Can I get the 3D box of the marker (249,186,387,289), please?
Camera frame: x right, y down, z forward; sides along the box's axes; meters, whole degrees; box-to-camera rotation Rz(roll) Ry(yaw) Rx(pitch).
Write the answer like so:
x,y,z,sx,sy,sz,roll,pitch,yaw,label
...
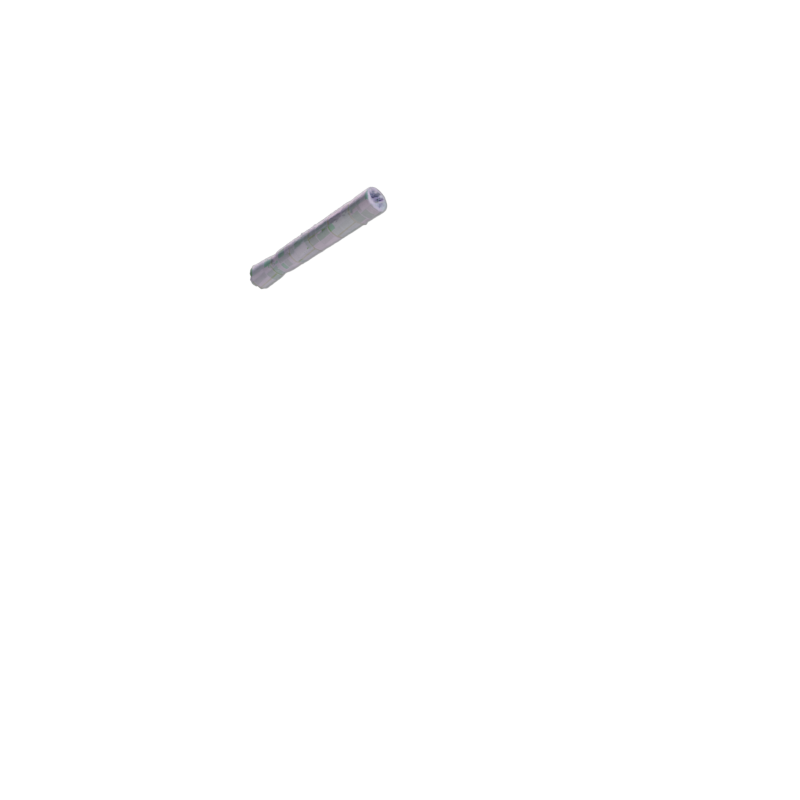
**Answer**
x,y,z,sx,sy,sz,roll,pitch,yaw,label
-0.058,-0.106,0.741,0.121,0.020,0.019,-27,-14,36,marker
